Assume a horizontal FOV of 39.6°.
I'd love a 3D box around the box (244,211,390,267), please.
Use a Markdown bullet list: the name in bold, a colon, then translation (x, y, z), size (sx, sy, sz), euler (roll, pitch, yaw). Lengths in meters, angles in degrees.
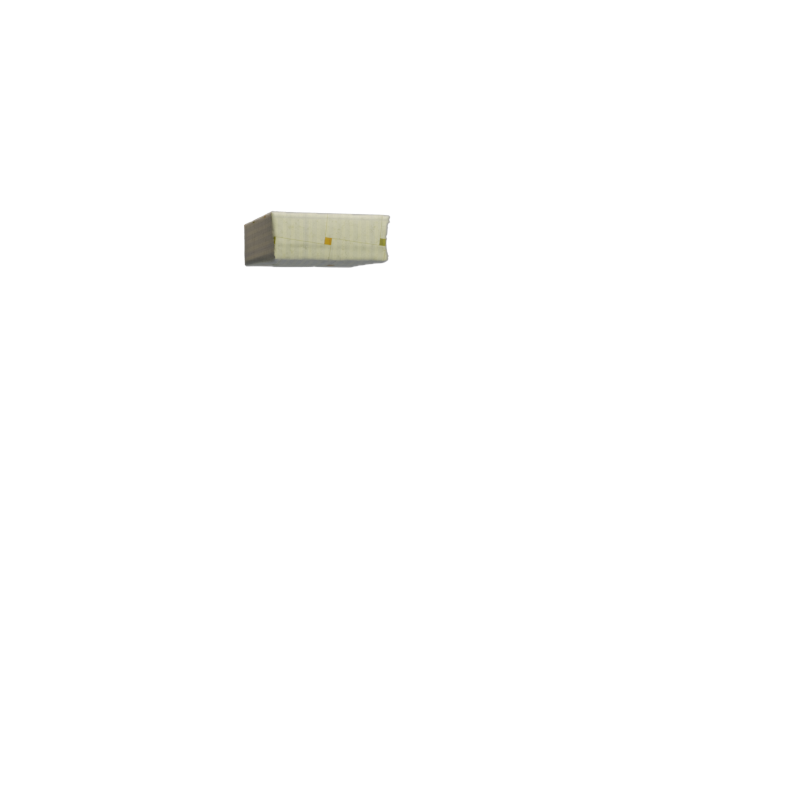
- **box**: translation (-0.067, -0.121, 0.848), size (0.088, 0.039, 0.116), euler (-1, 5, -17)
